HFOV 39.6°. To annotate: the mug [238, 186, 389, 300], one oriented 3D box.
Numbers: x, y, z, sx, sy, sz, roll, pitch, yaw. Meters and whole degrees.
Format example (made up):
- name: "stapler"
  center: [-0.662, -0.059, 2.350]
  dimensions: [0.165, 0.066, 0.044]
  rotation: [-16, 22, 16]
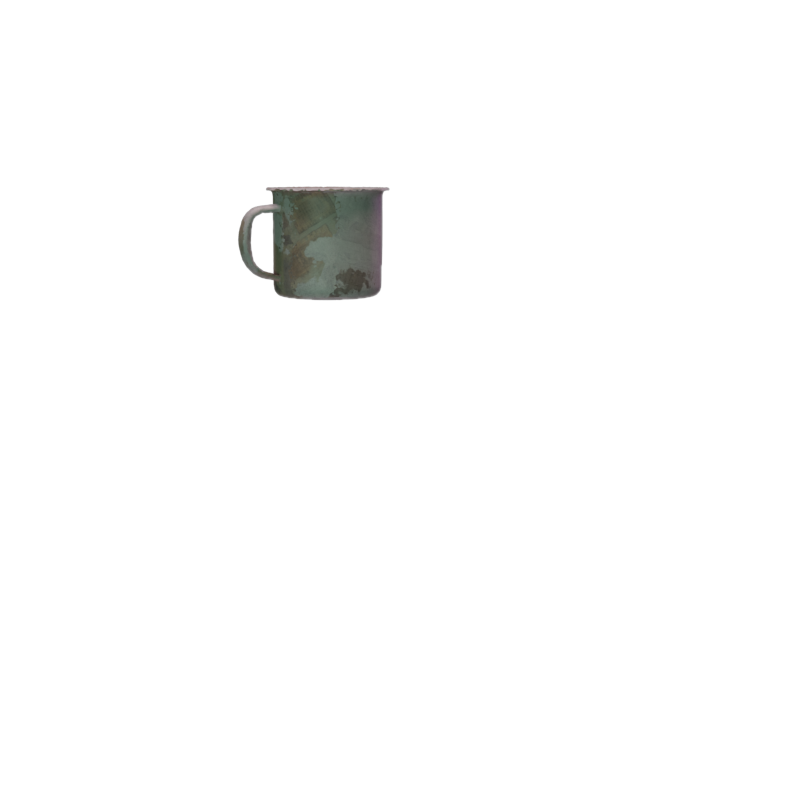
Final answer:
- name: "mug"
  center: [-0.065, -0.118, 0.828]
  dimensions: [0.114, 0.080, 0.097]
  rotation: [-5, 9, -29]
